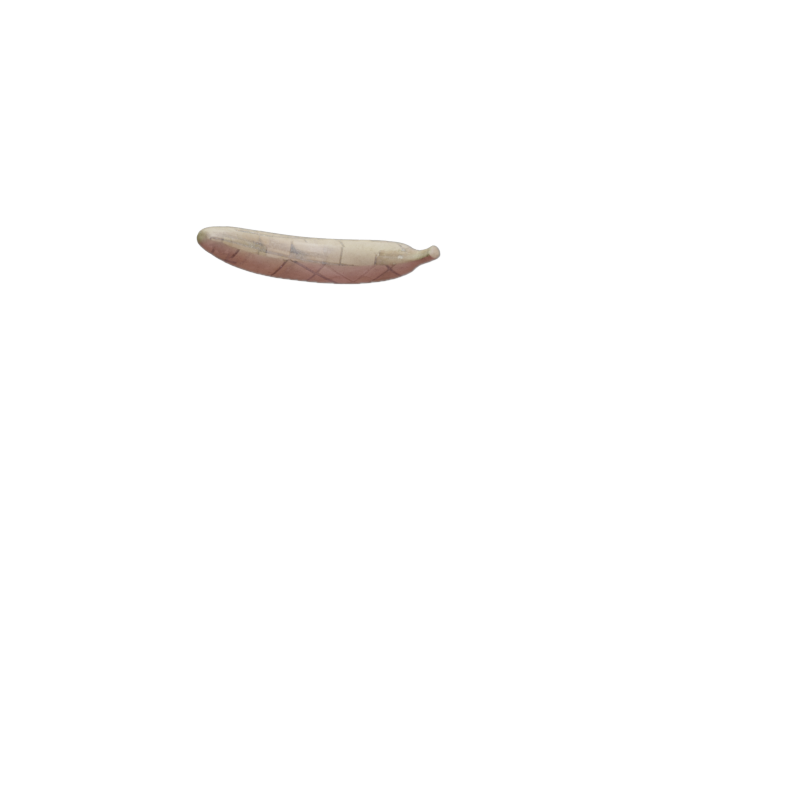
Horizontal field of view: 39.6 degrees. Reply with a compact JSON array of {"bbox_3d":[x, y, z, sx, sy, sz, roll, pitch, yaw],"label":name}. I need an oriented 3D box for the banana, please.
[{"bbox_3d":[-0.070,-0.123,0.927,0.196,0.039,0.066,2,-23,-5],"label":"banana"}]
